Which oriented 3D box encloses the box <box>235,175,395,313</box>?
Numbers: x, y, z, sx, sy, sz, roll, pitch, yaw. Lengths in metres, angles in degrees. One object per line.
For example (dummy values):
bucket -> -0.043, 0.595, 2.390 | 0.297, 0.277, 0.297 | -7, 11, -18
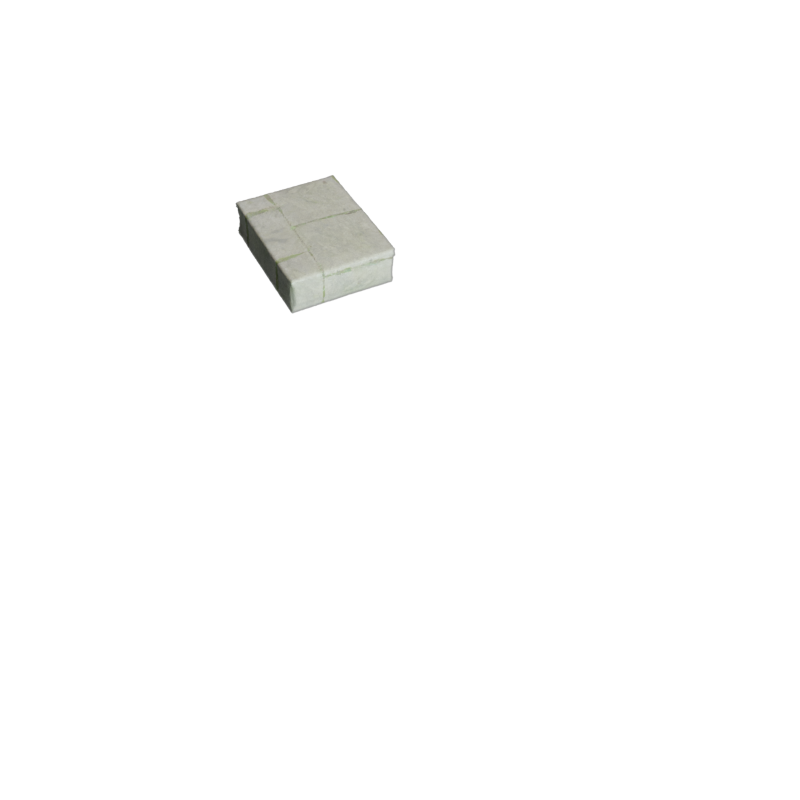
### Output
box -> -0.069, -0.127, 0.886 | 0.089, 0.036, 0.123 | -19, 45, -20
